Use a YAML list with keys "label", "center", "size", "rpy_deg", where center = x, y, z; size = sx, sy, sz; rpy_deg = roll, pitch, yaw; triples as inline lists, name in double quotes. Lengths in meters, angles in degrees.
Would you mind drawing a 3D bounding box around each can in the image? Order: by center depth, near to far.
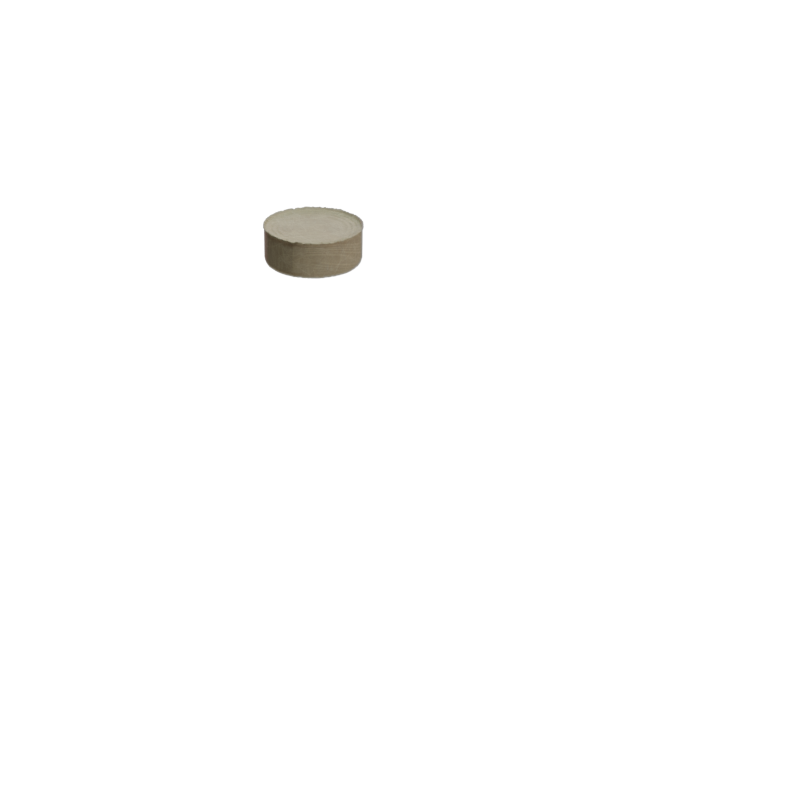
- label: "can"
  center: [-0.074, -0.136, 0.950]
  size: [0.086, 0.032, 0.091]
  rpy_deg: [-1, 28, -2]
